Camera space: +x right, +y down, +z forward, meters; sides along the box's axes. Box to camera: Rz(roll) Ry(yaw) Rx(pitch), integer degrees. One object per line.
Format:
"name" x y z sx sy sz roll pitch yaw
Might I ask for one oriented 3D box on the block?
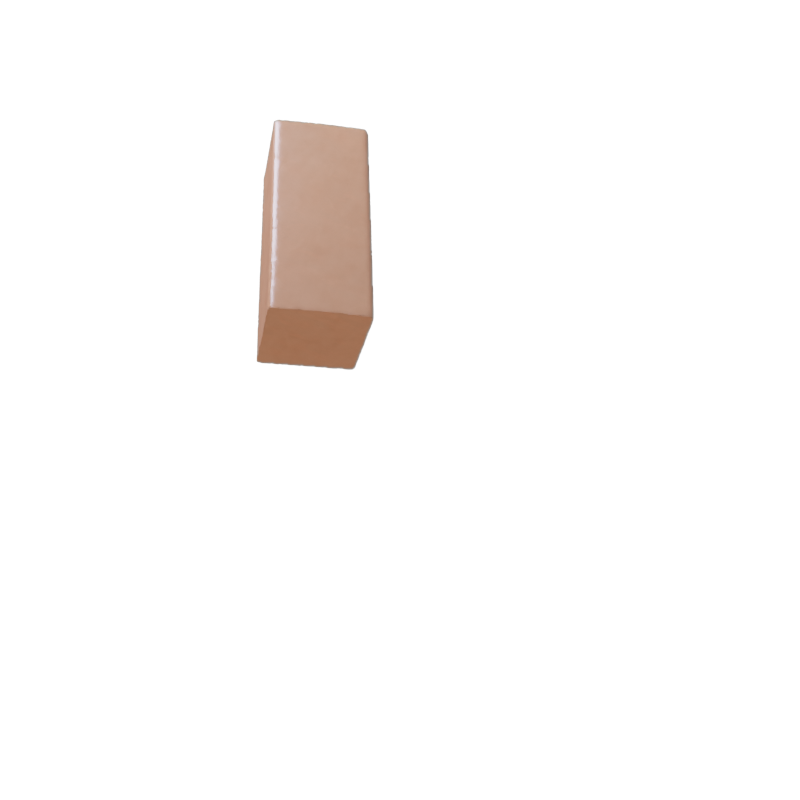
"block" -0.077 -0.142 0.996 0.089 0.220 0.086 4 -34 -10
